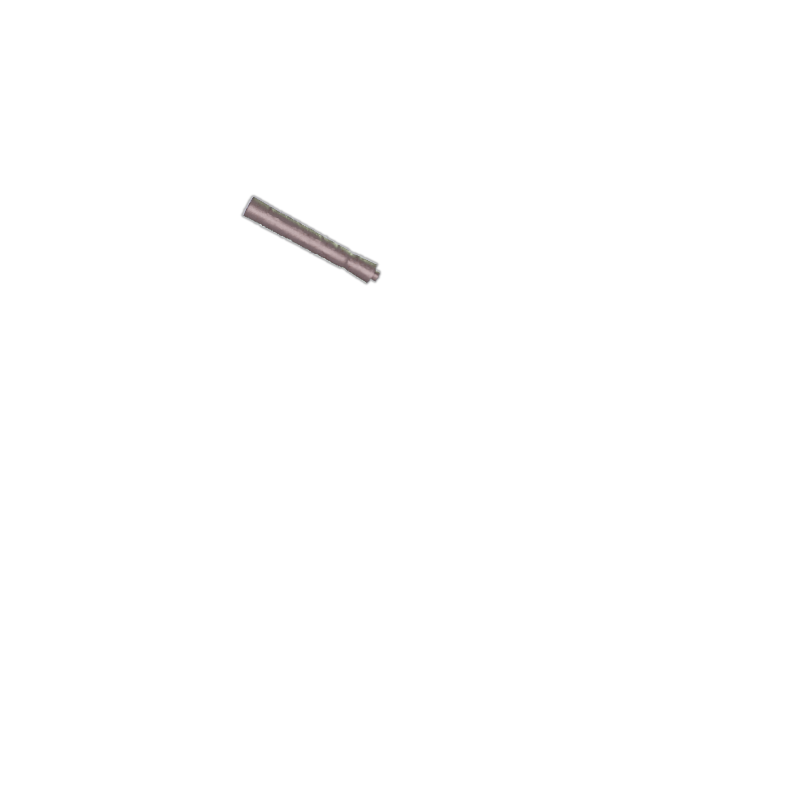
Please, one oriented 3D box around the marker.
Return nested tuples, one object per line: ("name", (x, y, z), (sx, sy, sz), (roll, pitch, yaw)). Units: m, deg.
("marker", (-0.070, -0.128, 0.894), (0.119, 0.020, 0.020), (28, -1, -6))
